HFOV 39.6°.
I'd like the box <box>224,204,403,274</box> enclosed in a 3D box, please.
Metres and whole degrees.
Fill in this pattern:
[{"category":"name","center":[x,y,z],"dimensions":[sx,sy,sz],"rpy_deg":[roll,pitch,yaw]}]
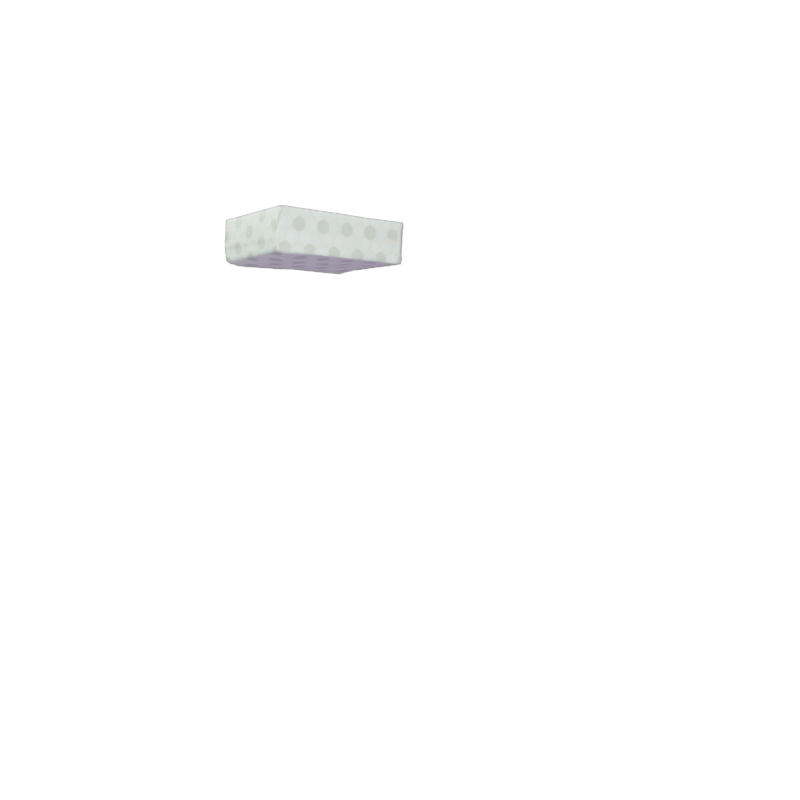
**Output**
[{"category":"box","center":[-0.068,-0.123,0.863],"dimensions":[0.109,0.039,0.092],"rpy_deg":[1,-2,-33]}]
